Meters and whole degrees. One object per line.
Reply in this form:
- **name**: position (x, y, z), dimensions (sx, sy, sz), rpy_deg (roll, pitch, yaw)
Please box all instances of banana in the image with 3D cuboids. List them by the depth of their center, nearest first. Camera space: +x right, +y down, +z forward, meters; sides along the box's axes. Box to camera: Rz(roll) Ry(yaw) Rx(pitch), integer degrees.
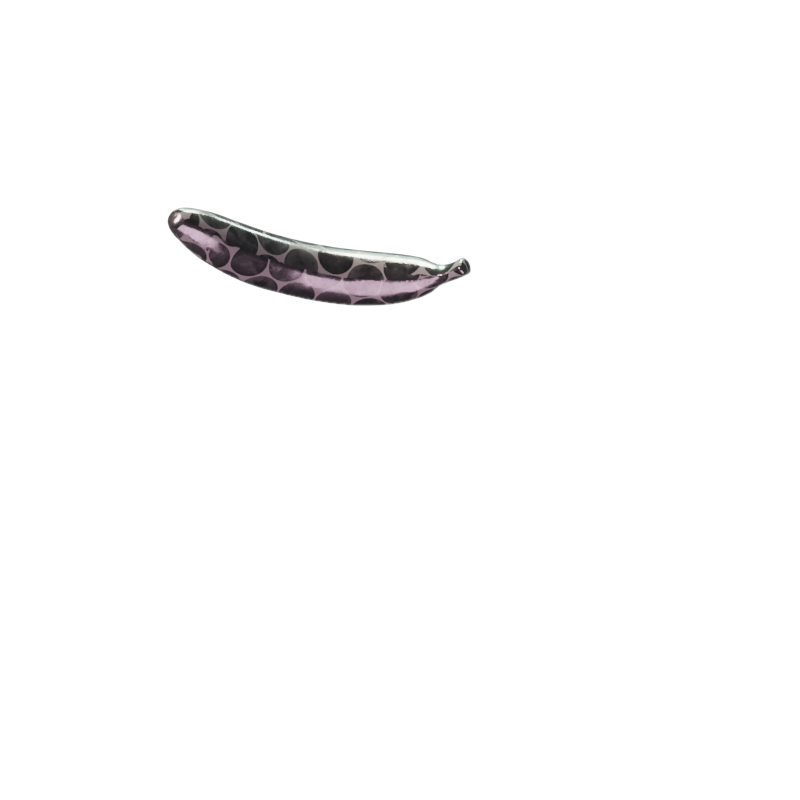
- **banana**: position (-0.058, -0.093, 0.734), dimensions (0.194, 0.039, 0.066), rpy_deg (7, -33, -11)
